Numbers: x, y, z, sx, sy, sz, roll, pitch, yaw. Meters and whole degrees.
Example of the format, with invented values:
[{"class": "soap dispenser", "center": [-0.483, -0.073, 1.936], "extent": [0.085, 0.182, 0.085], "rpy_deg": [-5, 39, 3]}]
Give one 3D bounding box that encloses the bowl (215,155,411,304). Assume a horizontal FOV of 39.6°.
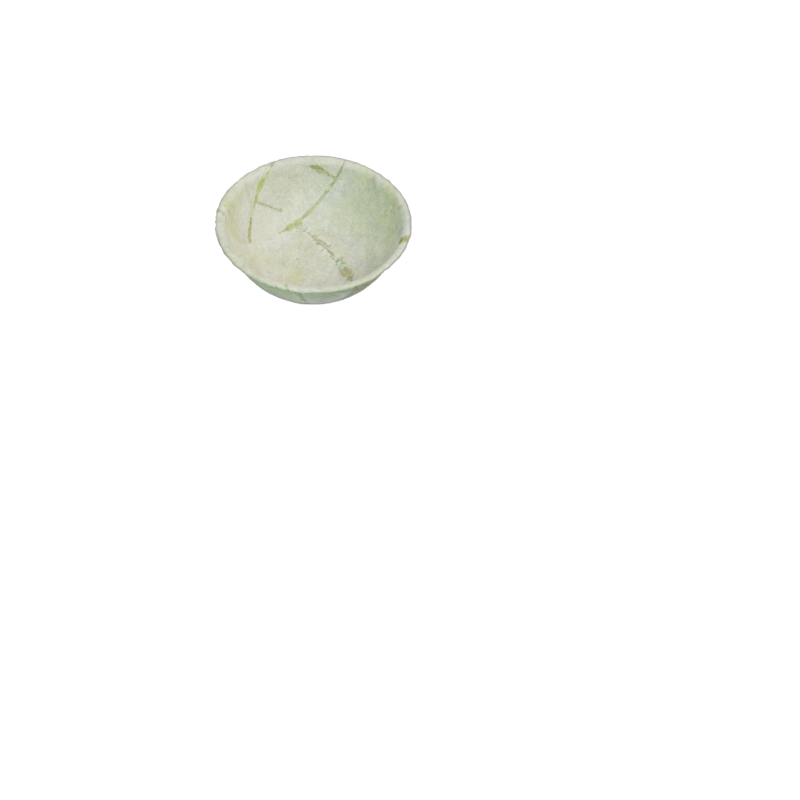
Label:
[{"class": "bowl", "center": [-0.072, -0.132, 0.926], "extent": [0.162, 0.174, 0.051], "rpy_deg": [-1, -42, -1]}]
